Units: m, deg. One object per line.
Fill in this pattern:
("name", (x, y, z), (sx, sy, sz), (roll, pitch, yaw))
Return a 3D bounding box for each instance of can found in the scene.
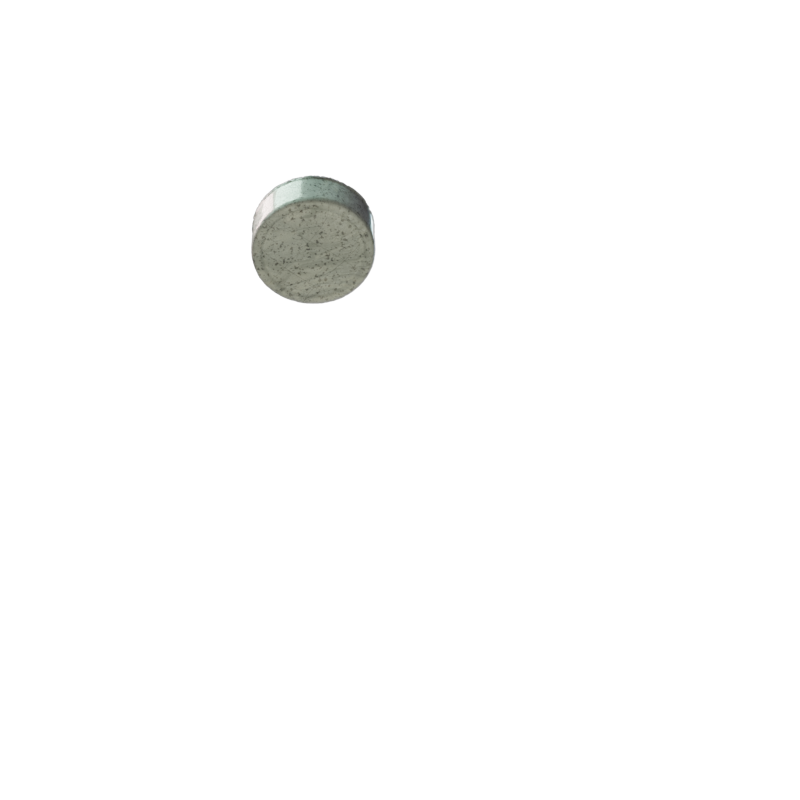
("can", (-0.060, -0.109, 0.762), (0.086, 0.080, 0.036), (1, 35, -1))
